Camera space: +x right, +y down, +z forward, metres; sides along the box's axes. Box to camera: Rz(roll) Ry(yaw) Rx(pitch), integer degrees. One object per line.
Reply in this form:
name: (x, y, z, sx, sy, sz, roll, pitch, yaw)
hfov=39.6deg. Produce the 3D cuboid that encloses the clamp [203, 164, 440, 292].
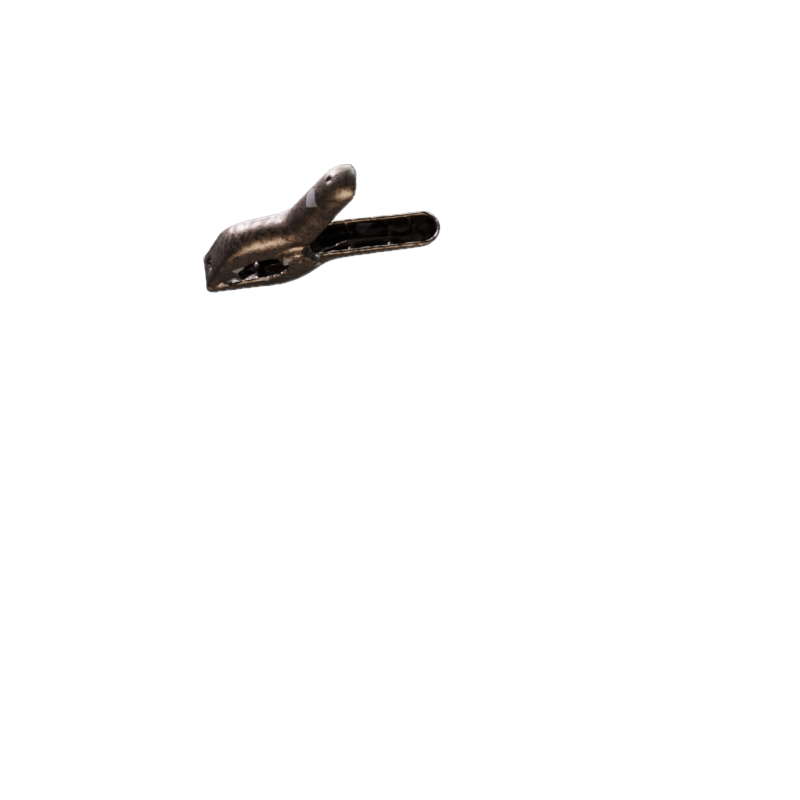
clamp: (-0.061, -0.111, 0.775, 0.173, 0.041, 0.113, -17, -26, 38)
